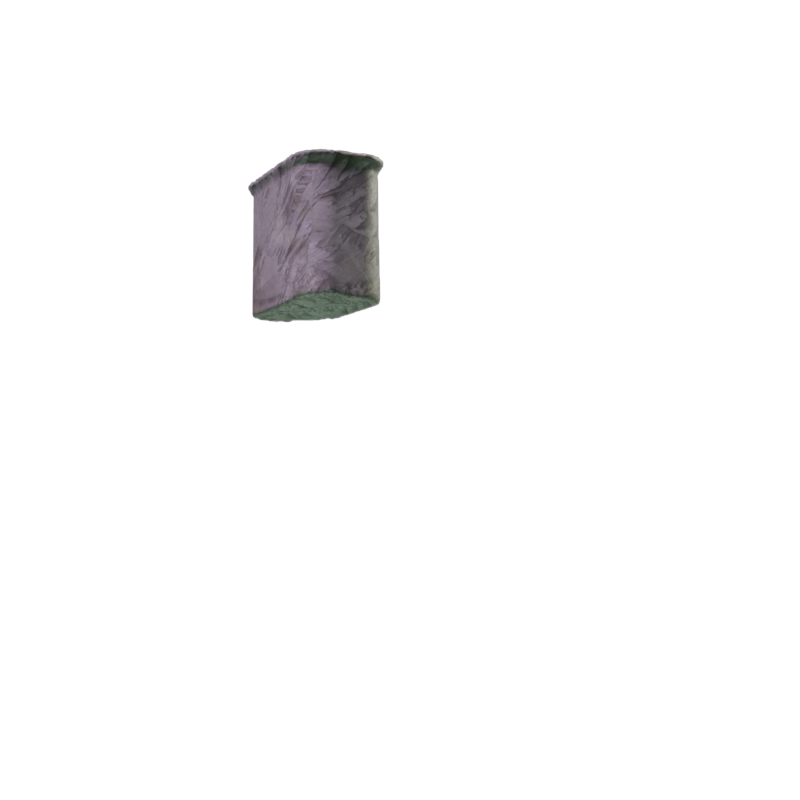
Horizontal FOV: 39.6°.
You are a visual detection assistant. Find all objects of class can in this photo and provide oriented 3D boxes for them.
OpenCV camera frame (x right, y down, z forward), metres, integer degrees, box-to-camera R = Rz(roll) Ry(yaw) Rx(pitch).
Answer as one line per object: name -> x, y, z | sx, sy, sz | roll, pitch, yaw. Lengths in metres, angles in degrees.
can -> -0.051, -0.094, 0.658 | 0.055, 0.086, 0.103 | 5, -9, -27
